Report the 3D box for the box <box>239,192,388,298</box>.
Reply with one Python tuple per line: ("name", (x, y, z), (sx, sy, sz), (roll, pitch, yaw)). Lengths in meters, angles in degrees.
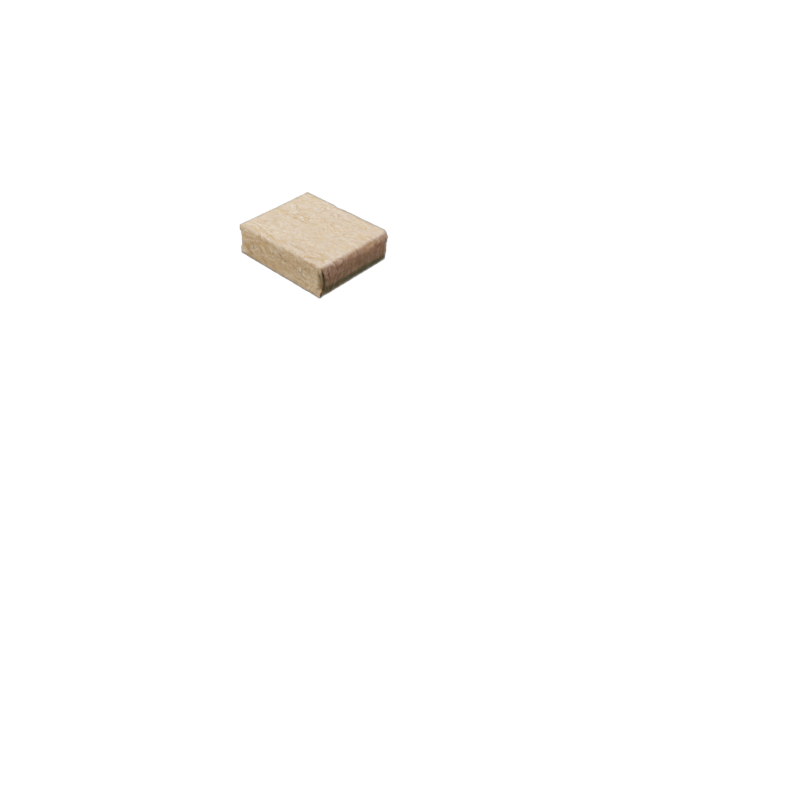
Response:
("box", (-0.066, -0.121, 0.845), (0.095, 0.028, 0.073), (30, 46, 33))
